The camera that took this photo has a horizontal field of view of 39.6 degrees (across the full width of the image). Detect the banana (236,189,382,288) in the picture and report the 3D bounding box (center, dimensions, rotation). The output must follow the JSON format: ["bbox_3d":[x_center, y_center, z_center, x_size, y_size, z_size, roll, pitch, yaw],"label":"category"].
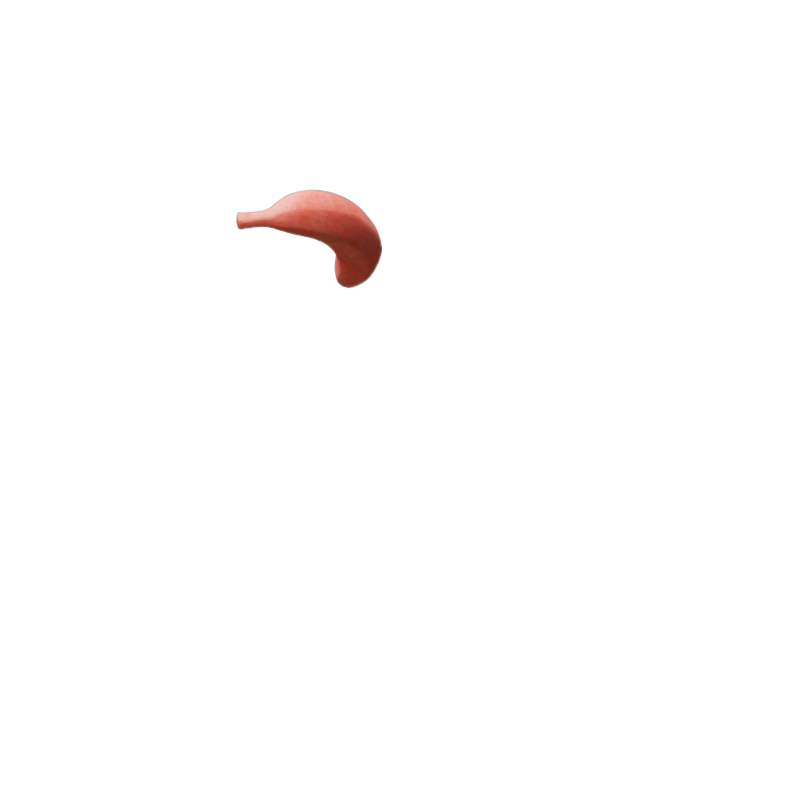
[{"bbox_3d":[-0.051,-0.124,0.848,0.071,0.038,0.187,-5,-12,21],"label":"banana"}]
